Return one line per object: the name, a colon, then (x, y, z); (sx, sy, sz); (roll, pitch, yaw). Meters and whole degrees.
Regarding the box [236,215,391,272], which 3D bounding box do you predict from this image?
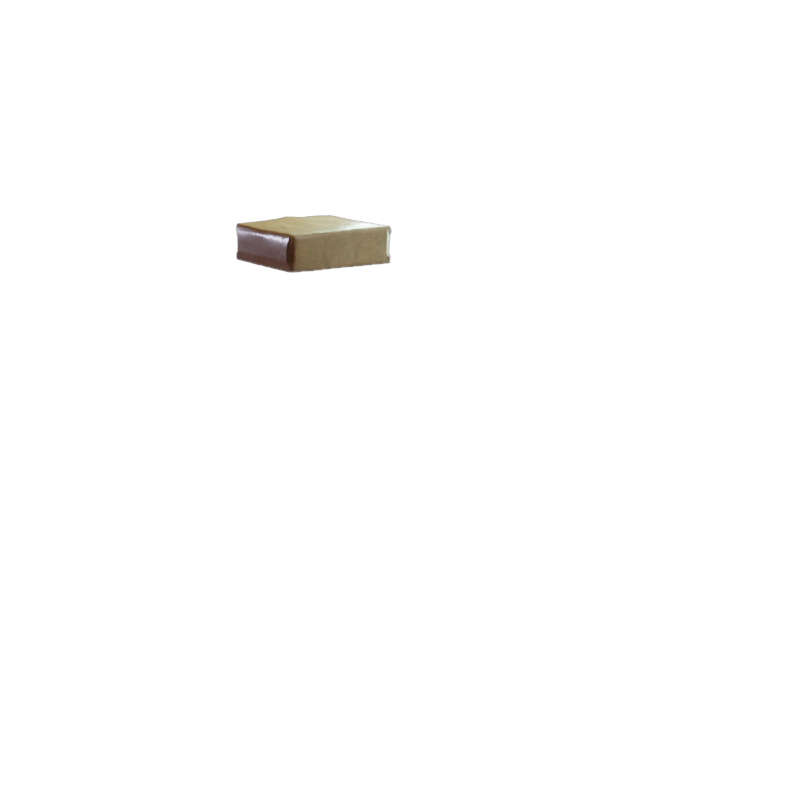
box: (-0.062, -0.114, 0.798); (0.087, 0.029, 0.077); (-11, 19, -35)
